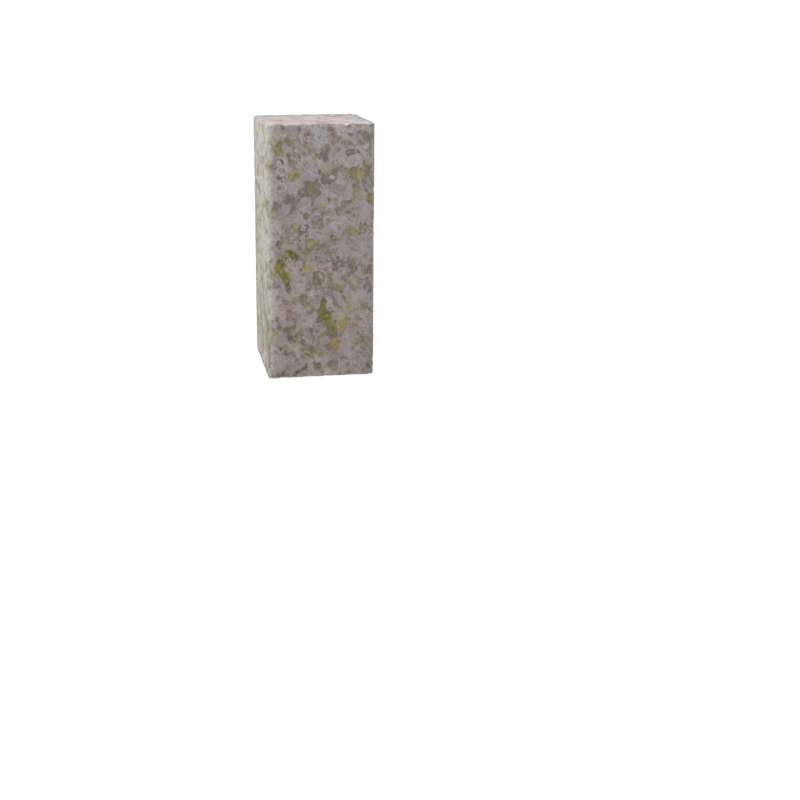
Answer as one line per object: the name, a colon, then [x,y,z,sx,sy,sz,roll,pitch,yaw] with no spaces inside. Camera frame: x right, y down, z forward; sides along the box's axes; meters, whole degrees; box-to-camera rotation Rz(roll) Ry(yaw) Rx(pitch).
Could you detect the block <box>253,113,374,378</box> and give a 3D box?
block: [-0.073,-0.132,0.928,0.089,0.200,0.095,-2,14,-11]
